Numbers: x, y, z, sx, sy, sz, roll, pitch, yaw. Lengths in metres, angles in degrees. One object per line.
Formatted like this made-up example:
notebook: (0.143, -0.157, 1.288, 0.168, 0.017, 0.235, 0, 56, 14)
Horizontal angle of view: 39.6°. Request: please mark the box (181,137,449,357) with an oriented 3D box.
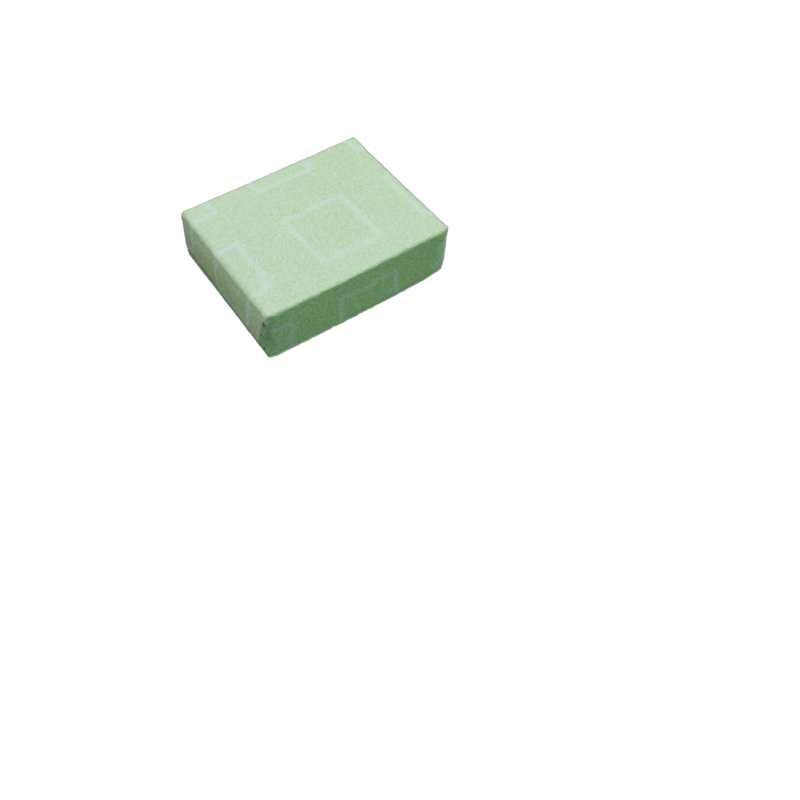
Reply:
box: (-0.046, -0.084, 0.587, 0.113, 0.036, 0.097, -27, 54, -22)
